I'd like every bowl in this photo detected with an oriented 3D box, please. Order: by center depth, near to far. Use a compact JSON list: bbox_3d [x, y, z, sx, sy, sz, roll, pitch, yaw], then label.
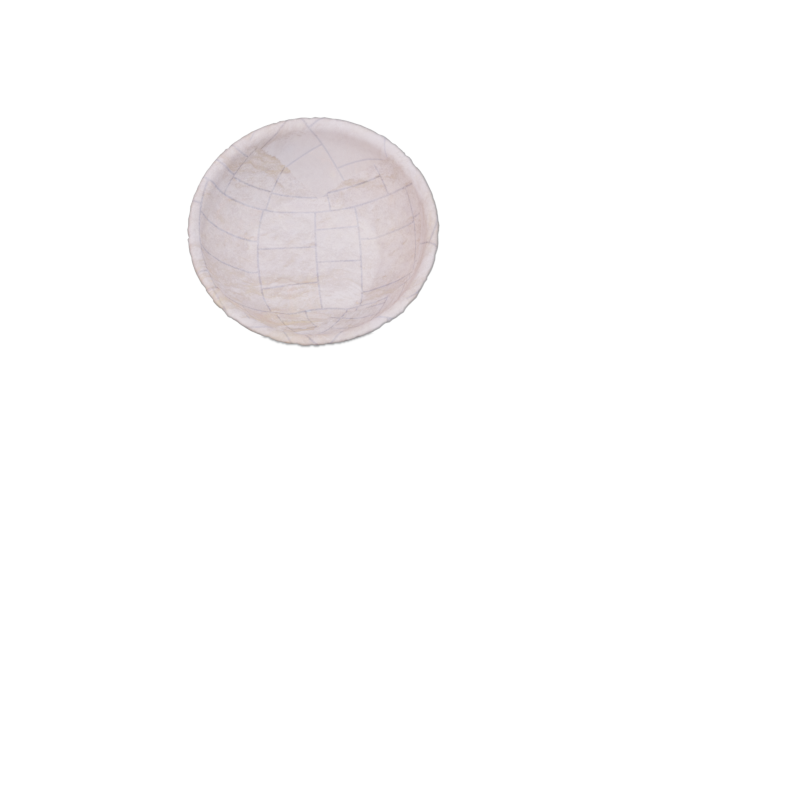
[{"bbox_3d":[-0.057,-0.105,0.734,0.162,0.171,0.052,-1,-22,-1],"label":"bowl"}]
